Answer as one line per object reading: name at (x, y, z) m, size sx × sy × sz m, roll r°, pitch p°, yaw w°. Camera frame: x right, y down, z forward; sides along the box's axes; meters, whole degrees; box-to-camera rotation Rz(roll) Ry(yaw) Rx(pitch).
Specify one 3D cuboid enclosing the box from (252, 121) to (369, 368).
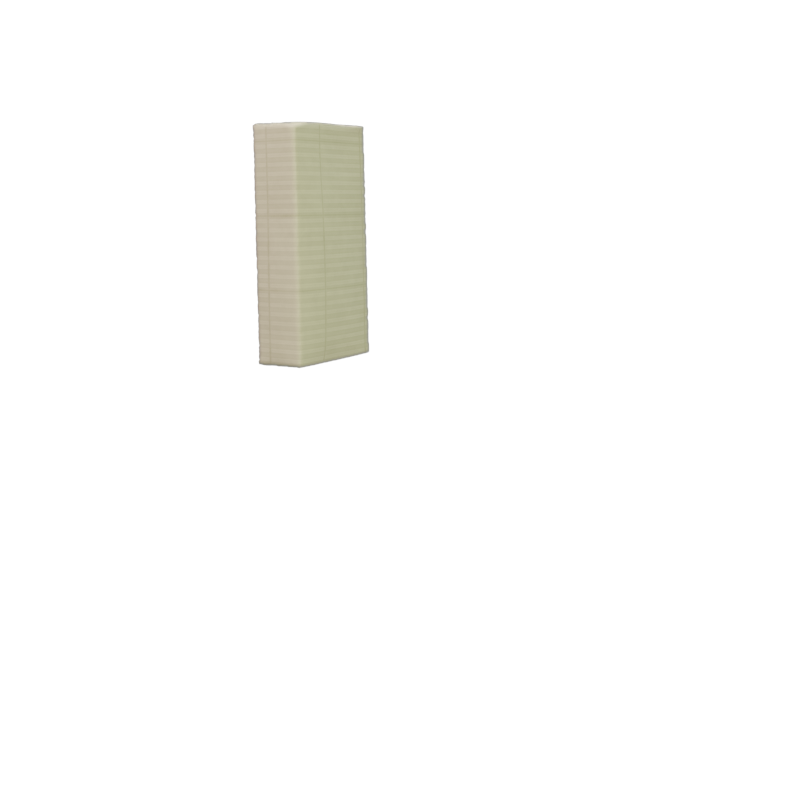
box at (-0.065, -0.118, 0.829) m, size 0.050 × 0.174 × 0.091 m, roll 3°, pitch 7°, yaw 33°
